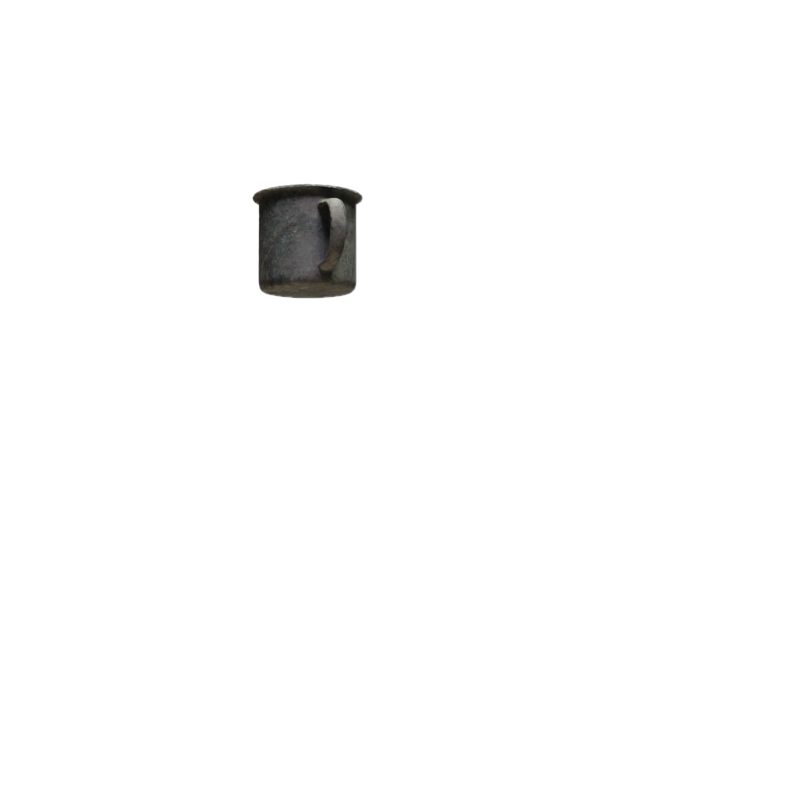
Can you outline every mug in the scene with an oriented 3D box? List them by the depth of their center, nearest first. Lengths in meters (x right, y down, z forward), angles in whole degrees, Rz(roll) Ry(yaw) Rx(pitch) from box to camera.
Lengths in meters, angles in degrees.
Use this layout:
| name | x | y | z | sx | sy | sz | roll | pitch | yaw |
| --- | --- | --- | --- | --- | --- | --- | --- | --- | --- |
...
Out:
| name | x | y | z | sx | sy | sz | roll | pitch | yaw |
| --- | --- | --- | --- | --- | --- | --- | --- | --- | --- |
| mug | -0.072 | -0.131 | 0.915 | 0.090 | 0.083 | 0.119 | 3 | -7 | -27 |
